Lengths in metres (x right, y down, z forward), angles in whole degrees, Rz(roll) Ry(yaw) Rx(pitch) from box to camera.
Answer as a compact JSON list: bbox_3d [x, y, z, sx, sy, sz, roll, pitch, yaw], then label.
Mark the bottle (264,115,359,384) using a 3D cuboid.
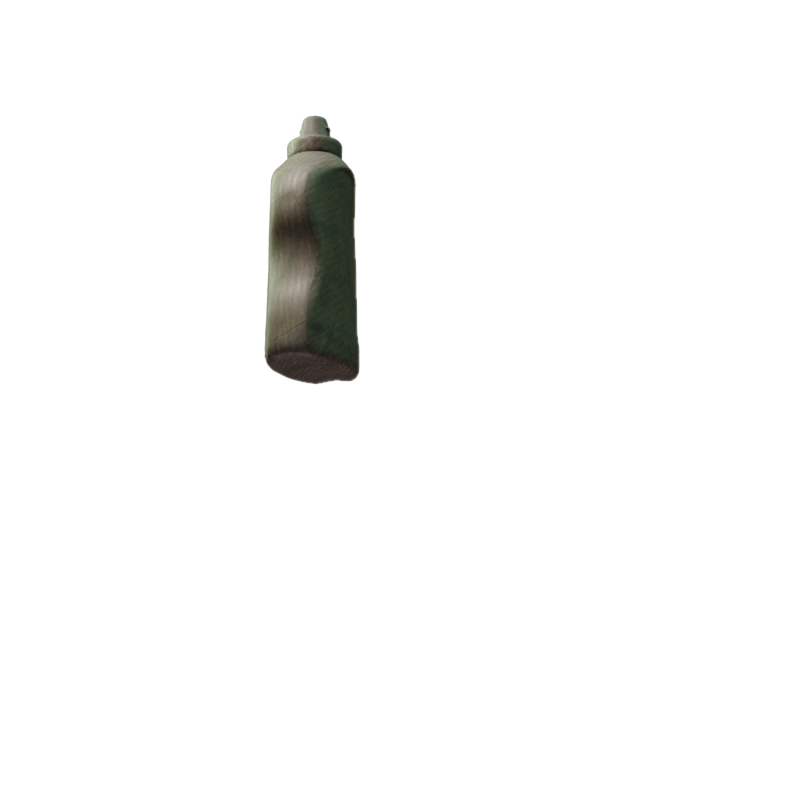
[{"bbox_3d":[-0.062,-0.114,0.796,0.059,0.200,0.090,-8,-18,20],"label":"bottle"}]
